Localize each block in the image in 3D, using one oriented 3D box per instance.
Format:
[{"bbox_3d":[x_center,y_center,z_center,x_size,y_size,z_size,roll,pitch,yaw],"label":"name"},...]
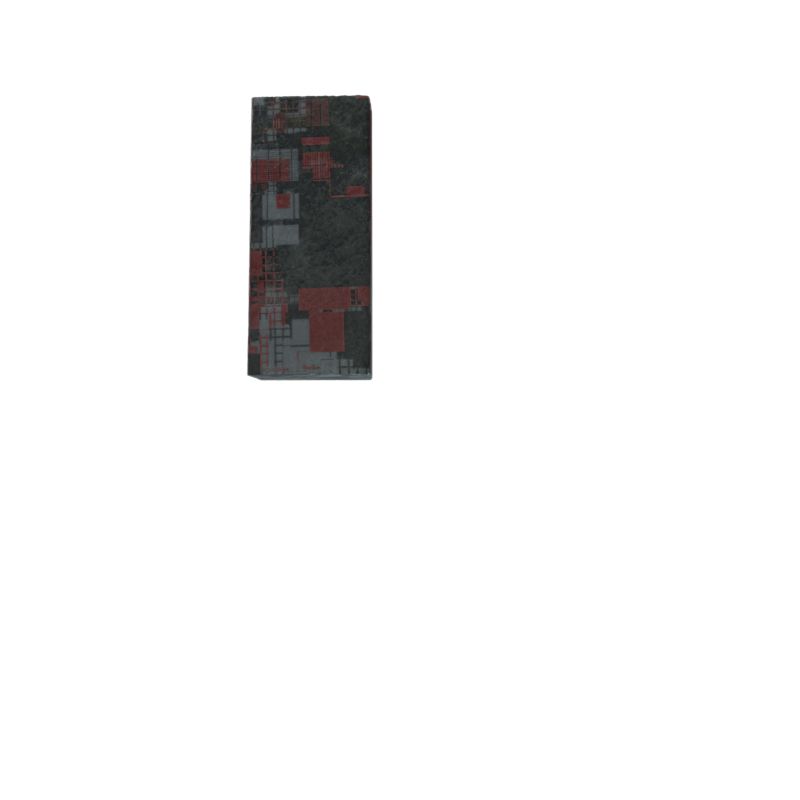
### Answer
[{"bbox_3d":[-0.066,-0.121,0.846,0.091,0.211,0.088,-1,-8,2],"label":"block"}]
